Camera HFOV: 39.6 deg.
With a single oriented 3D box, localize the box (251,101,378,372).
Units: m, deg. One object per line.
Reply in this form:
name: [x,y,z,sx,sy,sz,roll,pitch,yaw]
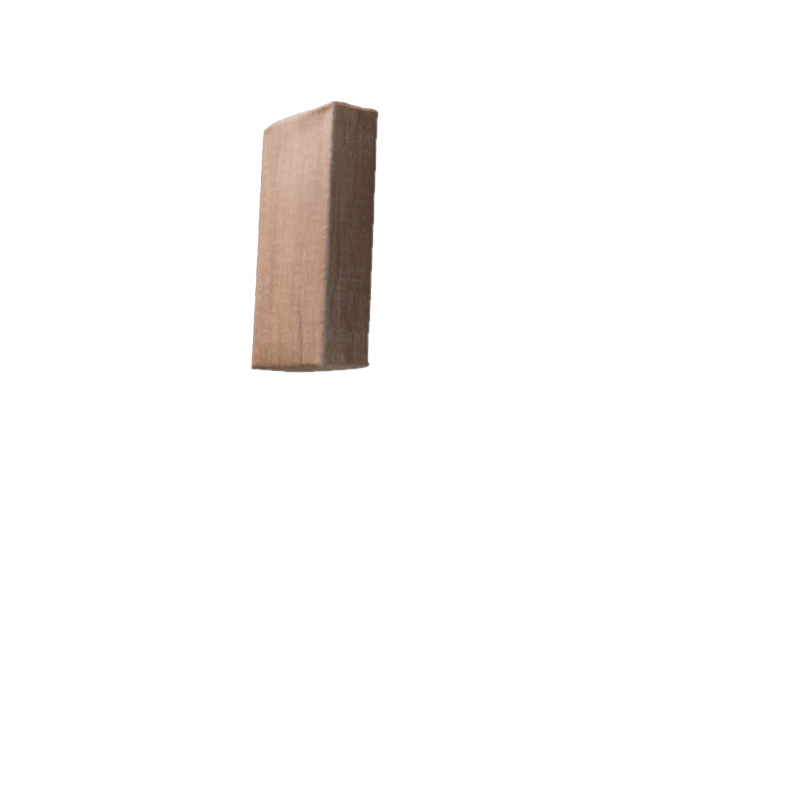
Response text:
box: [-0.060,-0.109,0.761,0.046,0.180,0.096,5,-8,-36]
